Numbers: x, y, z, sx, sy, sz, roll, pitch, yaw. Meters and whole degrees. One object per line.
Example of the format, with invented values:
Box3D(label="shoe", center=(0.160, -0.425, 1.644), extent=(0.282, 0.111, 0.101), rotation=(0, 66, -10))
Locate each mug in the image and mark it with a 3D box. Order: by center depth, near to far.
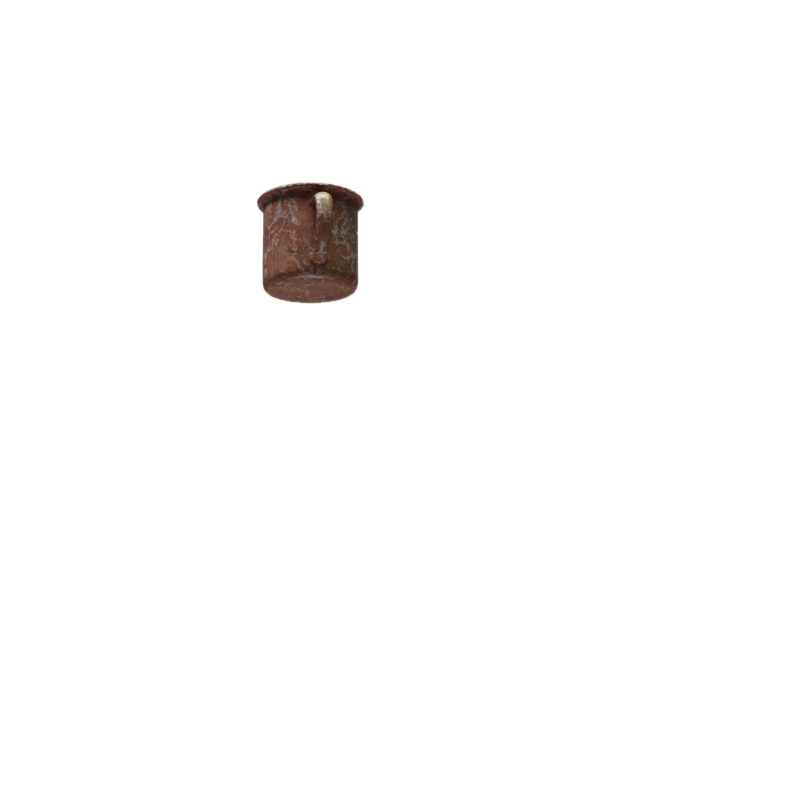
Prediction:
Box3D(label="mug", center=(-0.074, -0.134, 0.939), extent=(0.091, 0.085, 0.115), rotation=(4, -15, -15))
